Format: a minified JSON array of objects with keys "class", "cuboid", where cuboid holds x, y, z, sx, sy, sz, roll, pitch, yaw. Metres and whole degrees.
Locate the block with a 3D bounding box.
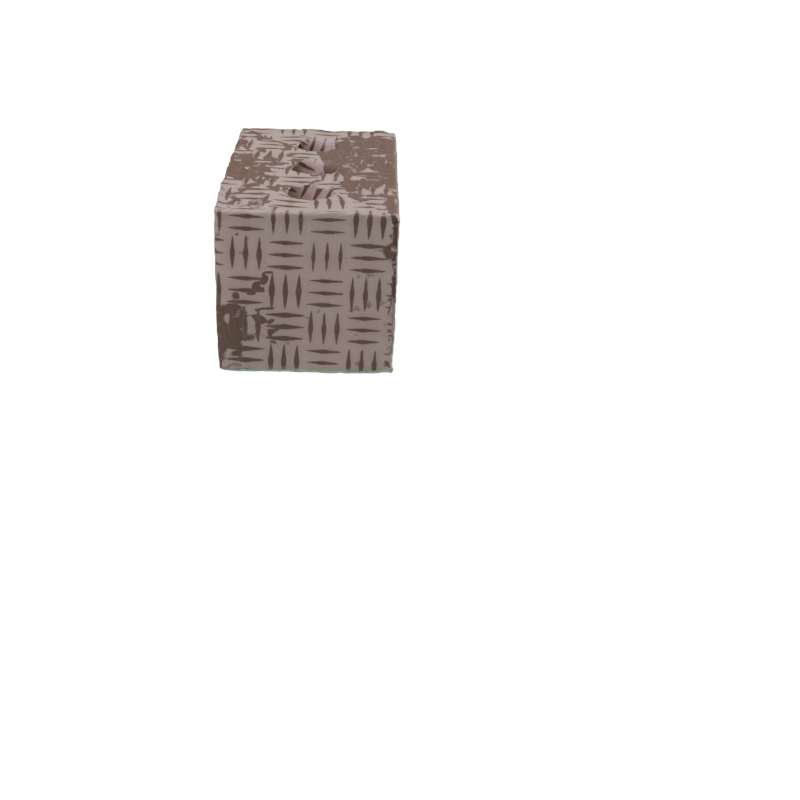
[{"class":"block","cuboid":[-0.027,-0.049,0.344,0.053,0.048,0.082,0,28,-1]}]
